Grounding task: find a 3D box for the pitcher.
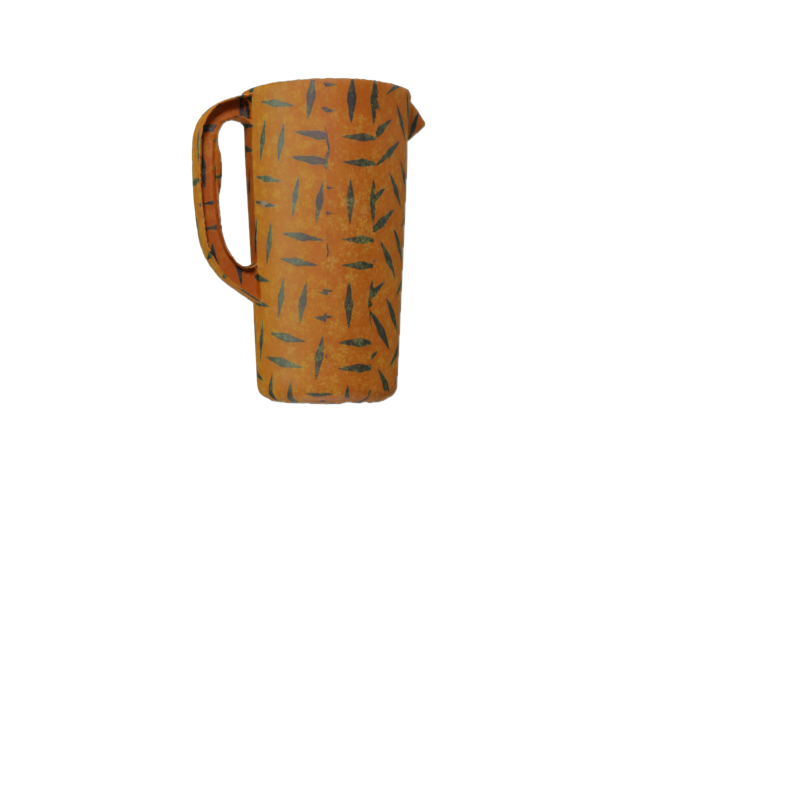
[{"bbox_3d":[-0.067,-0.122,0.854,0.153,0.245,0.140,-1,-2,20],"label":"pitcher"}]
